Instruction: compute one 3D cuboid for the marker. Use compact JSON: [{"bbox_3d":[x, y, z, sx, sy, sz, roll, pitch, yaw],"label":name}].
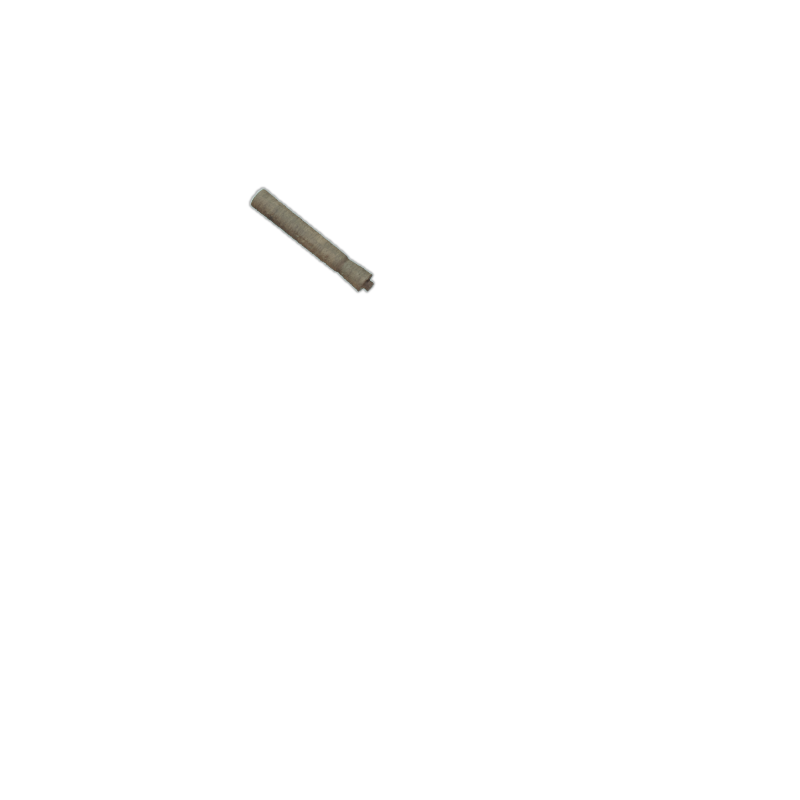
[{"bbox_3d":[-0.070,-0.128,0.897,0.124,0.019,0.019,39,11,11],"label":"marker"}]
